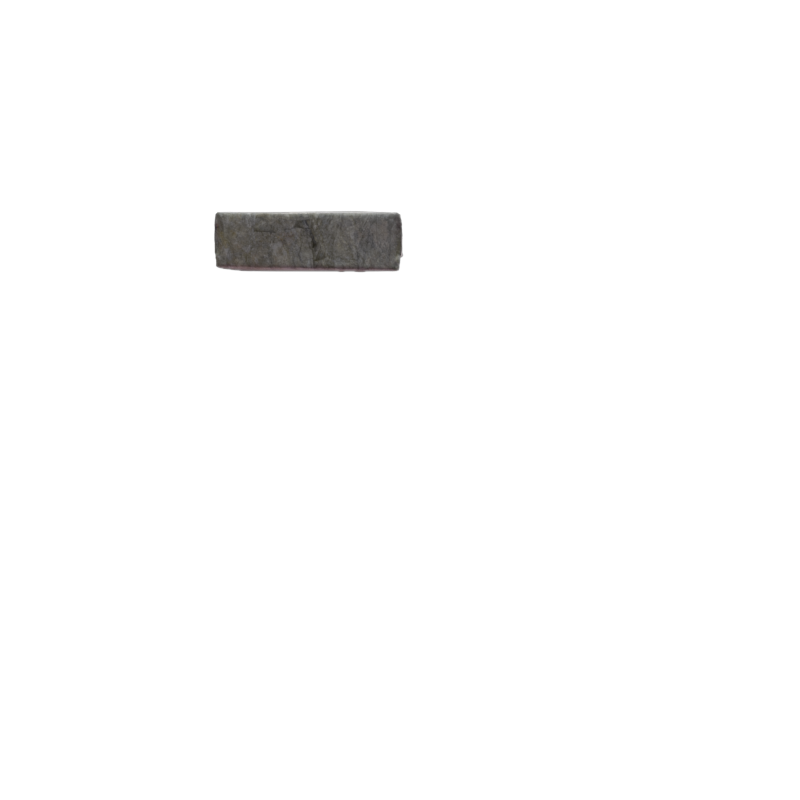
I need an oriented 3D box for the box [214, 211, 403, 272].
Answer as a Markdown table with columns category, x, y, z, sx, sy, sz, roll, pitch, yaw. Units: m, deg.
| category | x | y | z | sx | sy | sz | roll | pitch | yaw |
| --- | --- | --- | --- | --- | --- | --- | --- | --- | --- |
| box | -0.043 | -0.079 | 0.554 | 0.090 | 0.030 | 0.073 | 0 | 5 | 3 |
